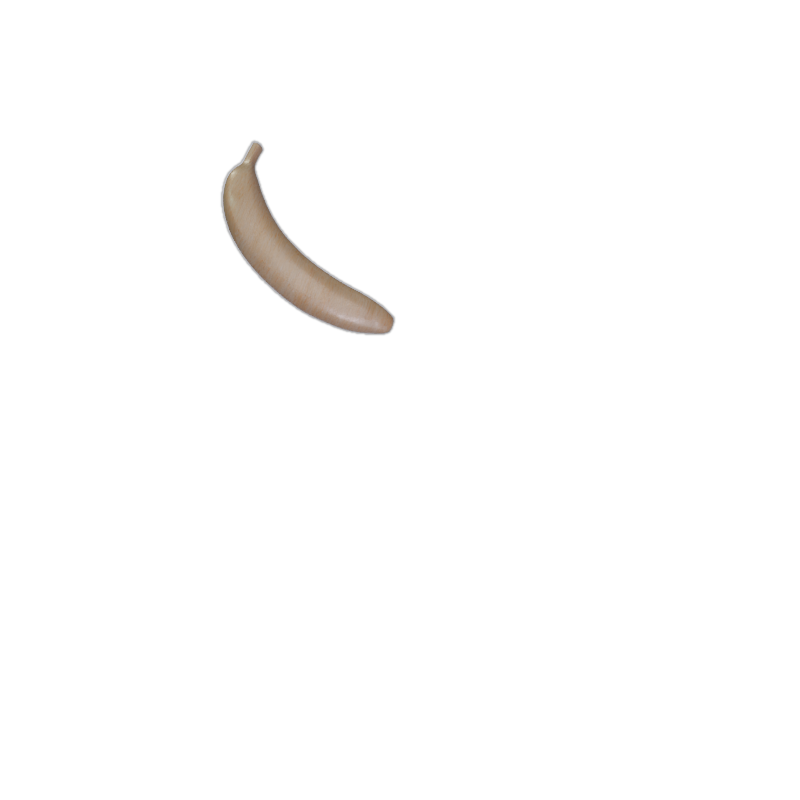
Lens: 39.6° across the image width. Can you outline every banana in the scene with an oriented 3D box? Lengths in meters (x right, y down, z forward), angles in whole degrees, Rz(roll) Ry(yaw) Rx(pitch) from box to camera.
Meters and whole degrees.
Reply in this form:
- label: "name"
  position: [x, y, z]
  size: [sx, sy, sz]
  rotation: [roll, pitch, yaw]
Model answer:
- label: "banana"
  position: [-0.087, -0.121, 0.895]
  size: [0.070, 0.205, 0.035]
  rotation: [-35, -12, -9]
